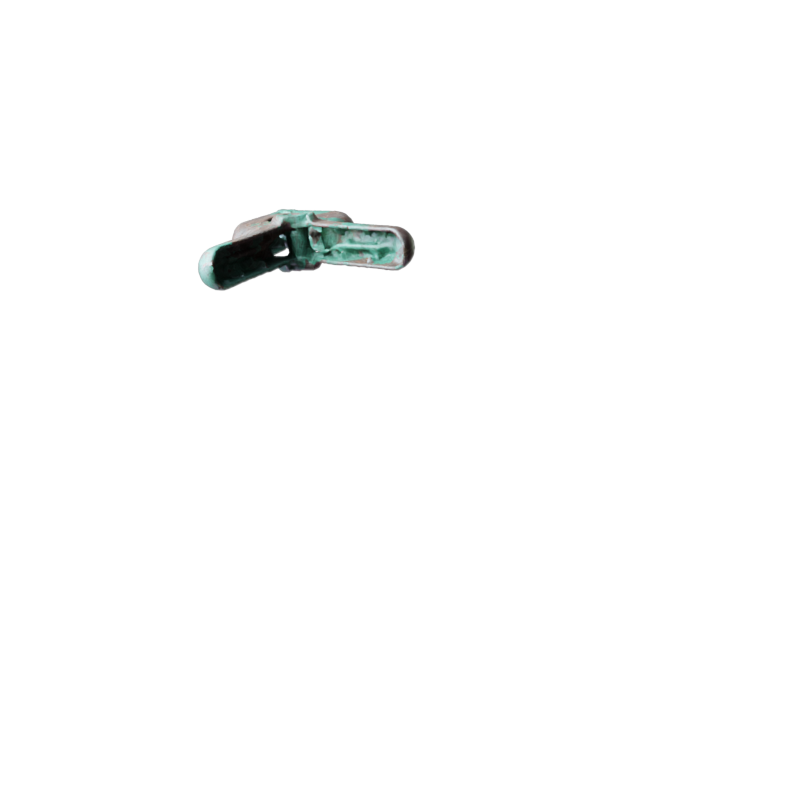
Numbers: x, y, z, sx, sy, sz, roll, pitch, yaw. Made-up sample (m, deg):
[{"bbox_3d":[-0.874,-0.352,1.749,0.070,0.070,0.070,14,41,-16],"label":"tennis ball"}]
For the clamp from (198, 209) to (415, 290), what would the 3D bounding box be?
[{"bbox_3d":[-0.053,-0.097,0.682,0.120,0.038,0.177,0,18,0],"label":"clamp"}]
